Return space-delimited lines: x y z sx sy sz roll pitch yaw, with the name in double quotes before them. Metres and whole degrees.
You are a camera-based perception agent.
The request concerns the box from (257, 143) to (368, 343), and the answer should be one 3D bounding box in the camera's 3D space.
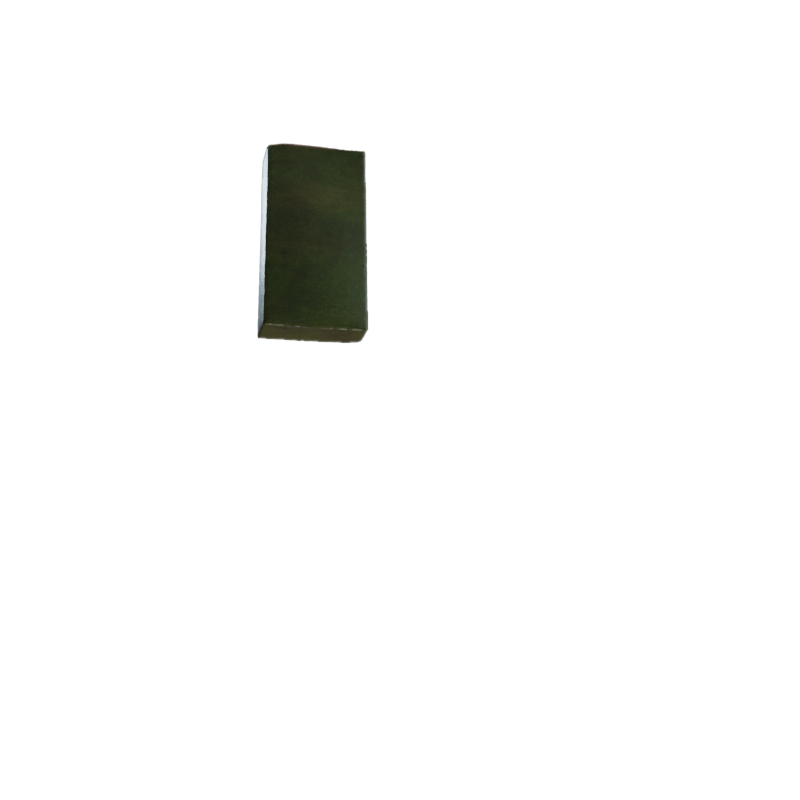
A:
"box" -0.077 -0.141 0.984 0.092 0.185 0.046 3 -21 -11
